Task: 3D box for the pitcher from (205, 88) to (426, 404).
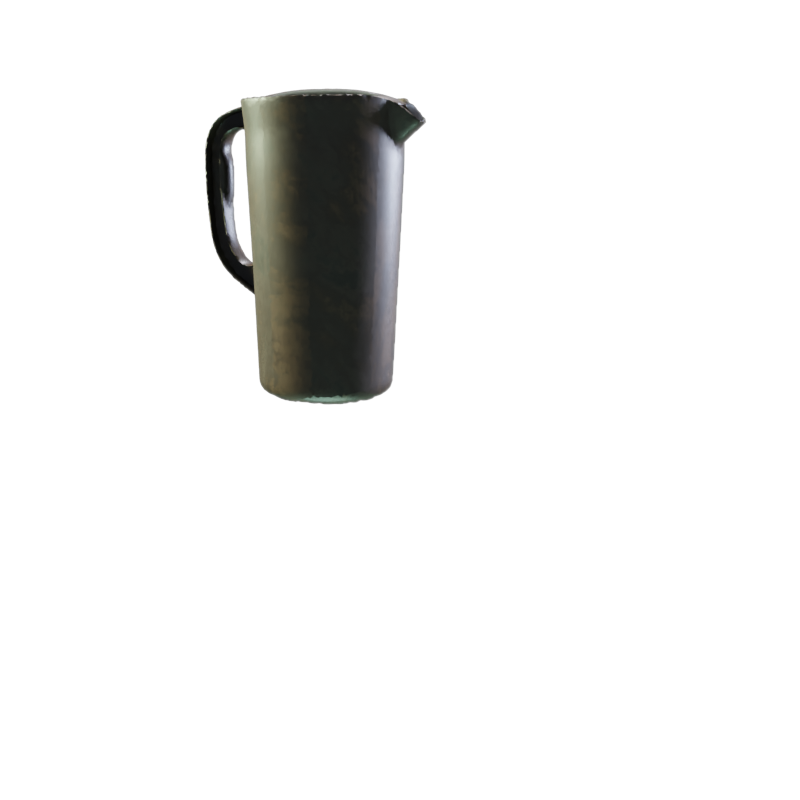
[{"bbox_3d":[-0.070,-0.127,0.891,0.141,0.240,0.155,-3,8,-23],"label":"pitcher"}]
